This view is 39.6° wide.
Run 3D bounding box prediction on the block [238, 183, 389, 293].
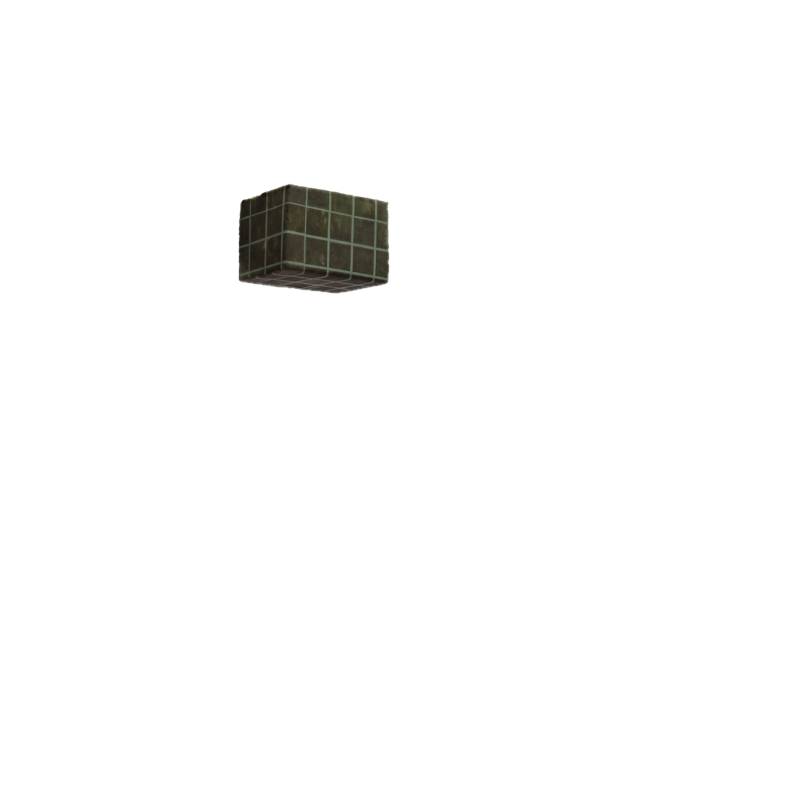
[{"bbox_3d":[-0.052,-0.095,0.668,0.074,0.052,0.054,5,-9,-39],"label":"block"}]
